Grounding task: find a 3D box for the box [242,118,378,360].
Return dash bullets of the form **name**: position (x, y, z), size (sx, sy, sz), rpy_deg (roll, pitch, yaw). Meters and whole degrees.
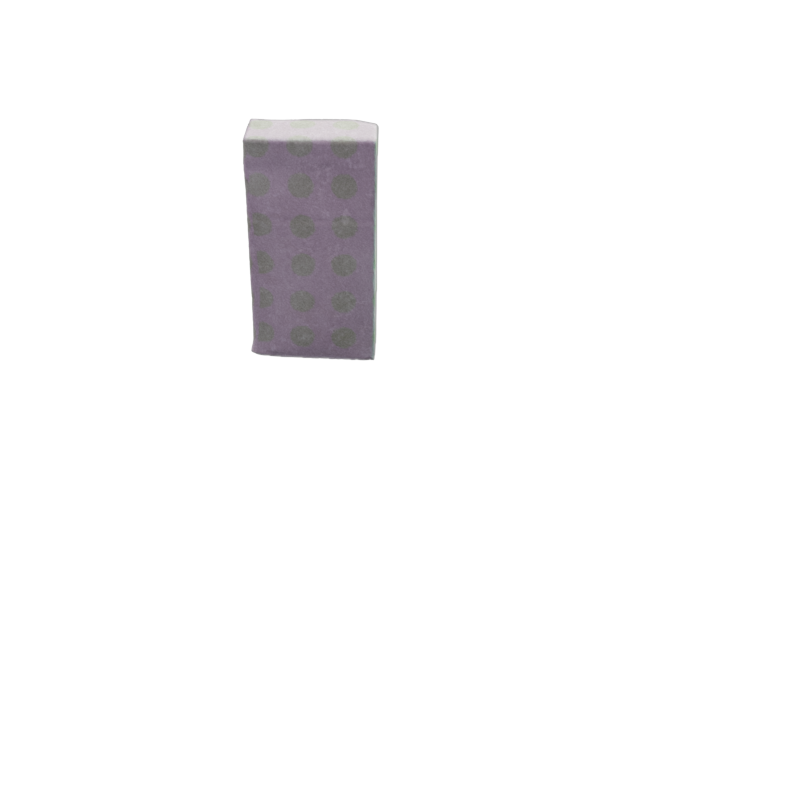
- **box**: position (-0.062, -0.114, 0.797), size (0.094, 0.167, 0.051), rpy_deg (3, 27, 3)
